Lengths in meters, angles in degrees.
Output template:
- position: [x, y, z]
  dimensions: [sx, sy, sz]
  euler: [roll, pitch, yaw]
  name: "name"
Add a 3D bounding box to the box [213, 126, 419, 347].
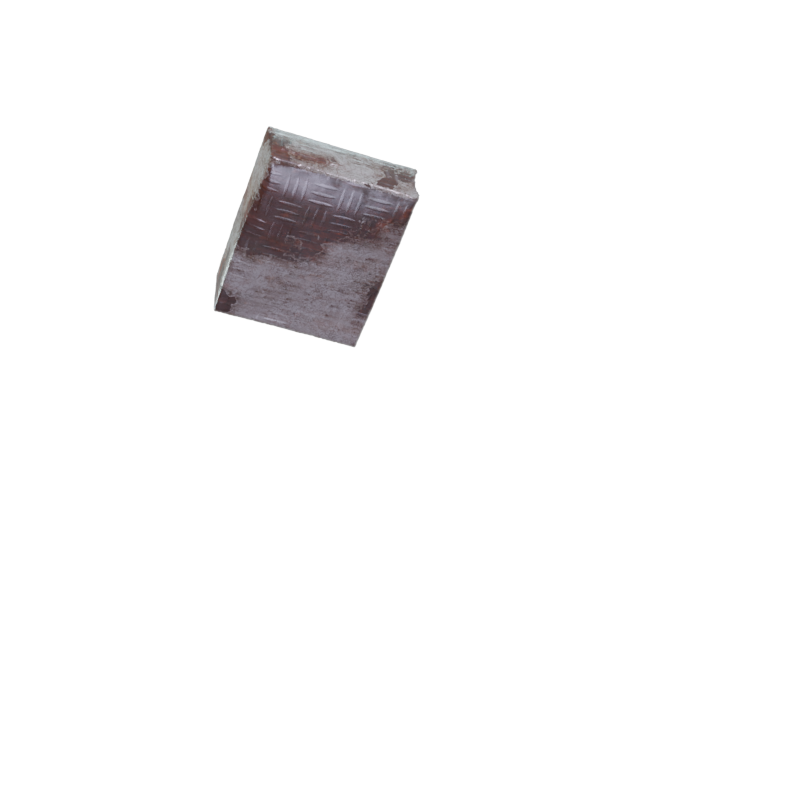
- position: [-0.050, -0.091, 0.638]
  dimensions: [0.088, 0.108, 0.042]
  euler: [16, 36, -13]
  name: "box"
